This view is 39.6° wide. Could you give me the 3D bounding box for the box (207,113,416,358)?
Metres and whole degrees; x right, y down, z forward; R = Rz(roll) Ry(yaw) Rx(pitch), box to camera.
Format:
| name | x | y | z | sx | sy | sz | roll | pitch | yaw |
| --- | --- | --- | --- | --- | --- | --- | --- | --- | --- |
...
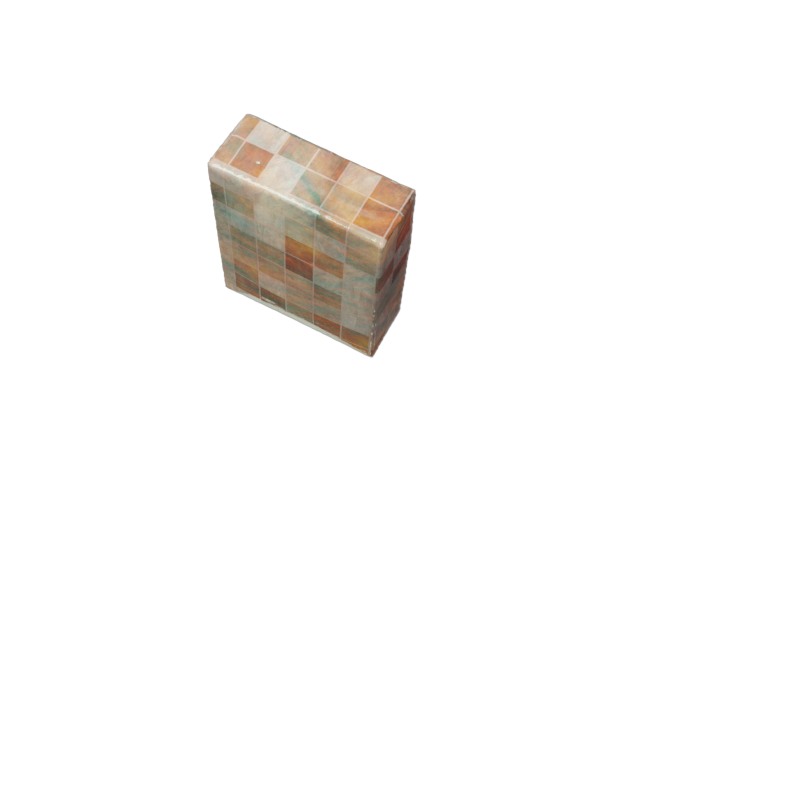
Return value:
| name | x | y | z | sx | sy | sz | roll | pitch | yaw |
| --- | --- | --- | --- | --- | --- | --- | --- | --- | --- |
| box | -0.077 | -0.140 | 0.983 | 0.169 | 0.074 | 0.202 | 27 | -24 | 11 |
